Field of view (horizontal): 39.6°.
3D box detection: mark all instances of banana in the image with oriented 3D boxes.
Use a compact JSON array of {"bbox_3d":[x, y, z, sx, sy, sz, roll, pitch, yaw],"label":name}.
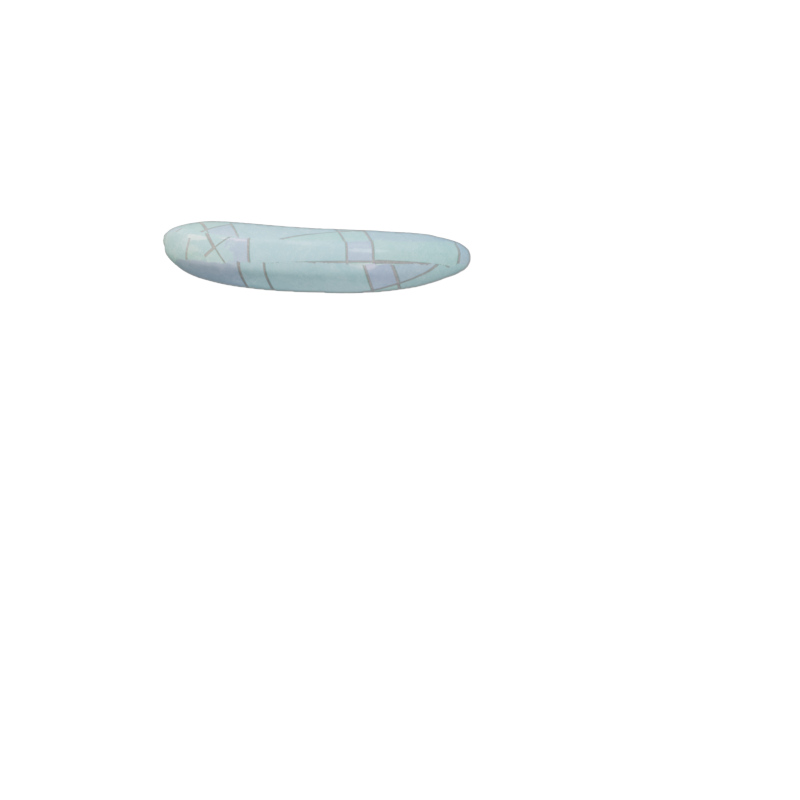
[{"bbox_3d":[-0.060,-0.088,0.660,0.202,0.035,0.072,7,26,13],"label":"banana"}]
